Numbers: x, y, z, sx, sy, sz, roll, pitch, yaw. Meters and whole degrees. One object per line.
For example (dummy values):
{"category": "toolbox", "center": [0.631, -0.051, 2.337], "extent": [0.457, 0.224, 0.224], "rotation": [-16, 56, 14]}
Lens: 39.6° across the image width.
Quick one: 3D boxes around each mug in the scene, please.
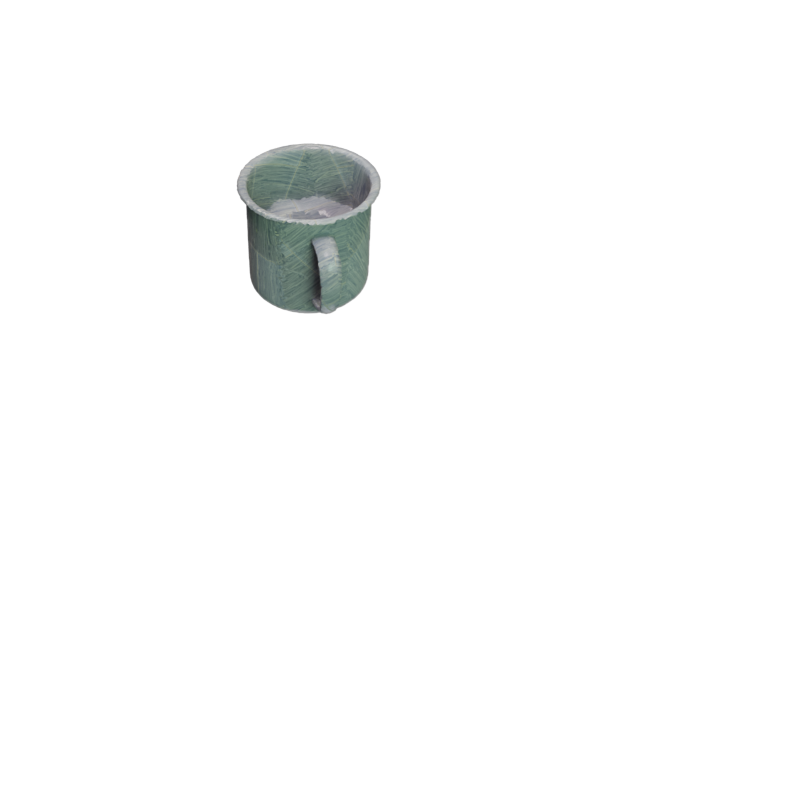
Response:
{"category": "mug", "center": [-0.057, -0.104, 0.729], "extent": [0.092, 0.076, 0.127], "rotation": [-10, 42, -13]}
